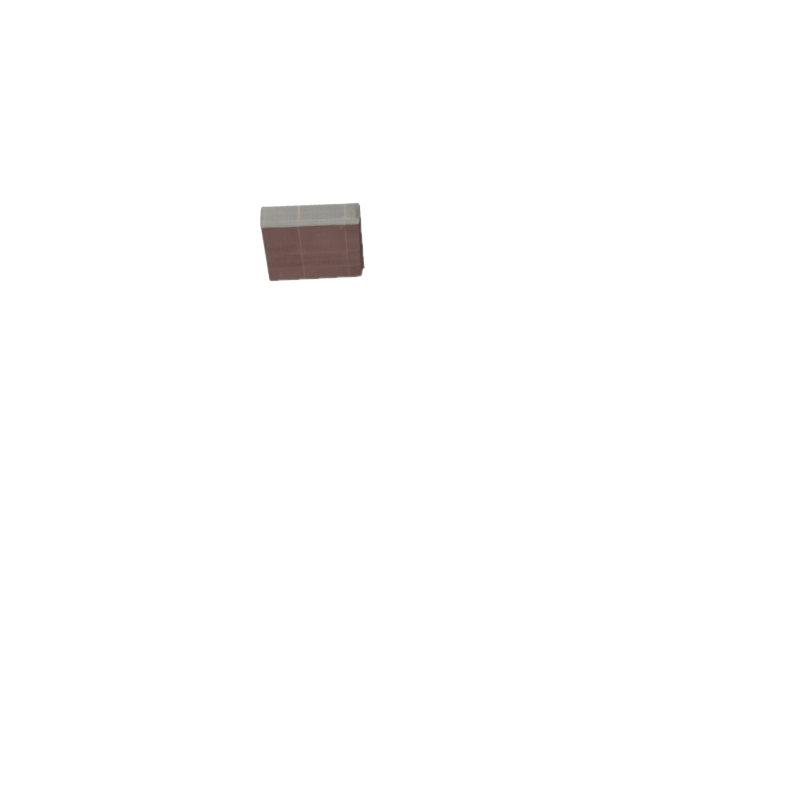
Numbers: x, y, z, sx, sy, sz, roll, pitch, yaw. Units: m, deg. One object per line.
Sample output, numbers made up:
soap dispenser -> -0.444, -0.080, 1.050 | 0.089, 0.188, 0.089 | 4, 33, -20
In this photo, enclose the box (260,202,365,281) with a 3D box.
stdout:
box -> -0.078, -0.143, 1.000 | 0.089, 0.032, 0.068 | -2, -37, 2
